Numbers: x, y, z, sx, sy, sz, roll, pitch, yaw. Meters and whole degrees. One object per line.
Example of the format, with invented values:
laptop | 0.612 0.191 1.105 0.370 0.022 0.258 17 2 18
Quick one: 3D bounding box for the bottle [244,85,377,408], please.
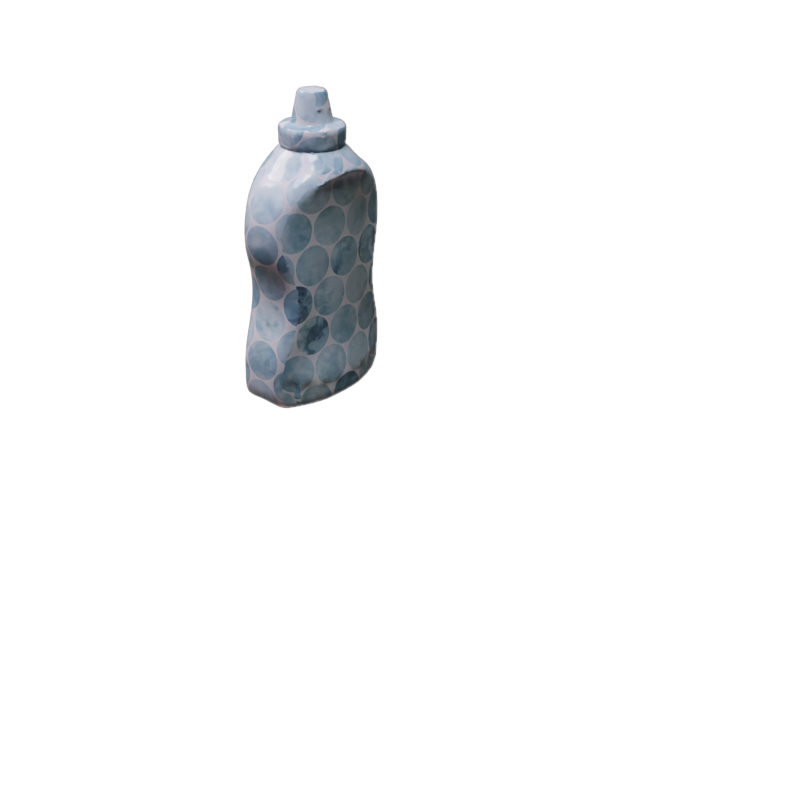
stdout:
bottle | -0.054 -0.098 0.683 0.062 0.182 0.095 20 30 37
